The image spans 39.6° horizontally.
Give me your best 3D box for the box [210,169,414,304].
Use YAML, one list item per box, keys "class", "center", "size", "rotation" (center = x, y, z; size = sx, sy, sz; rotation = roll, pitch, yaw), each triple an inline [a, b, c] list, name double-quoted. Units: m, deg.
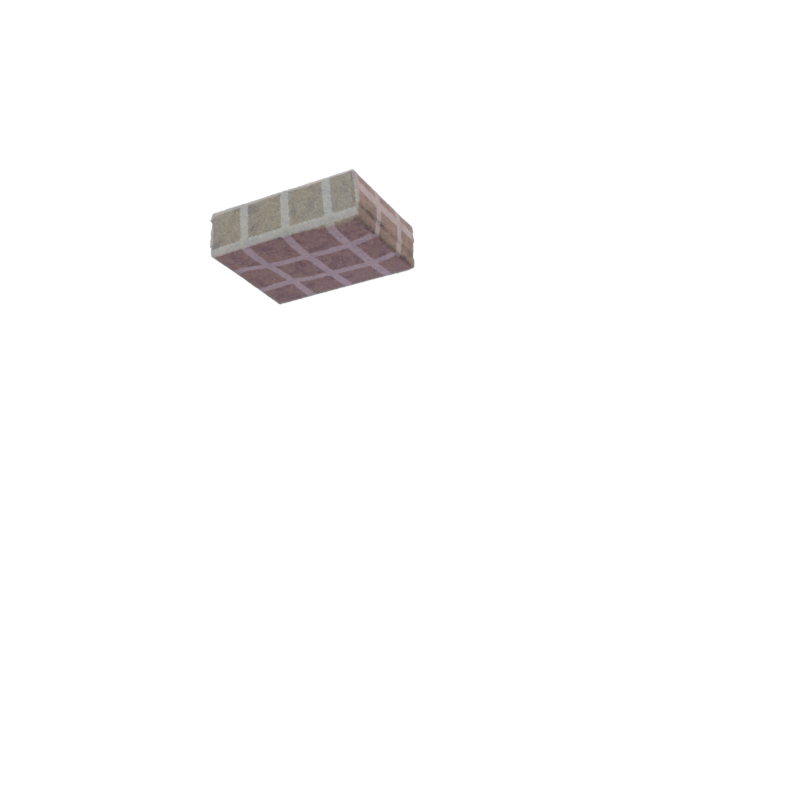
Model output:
- class: "box"
  center: [-0.059, -0.108, 0.755]
  size: [0.115, 0.041, 0.084]
  rotation: [-11, -23, 25]
